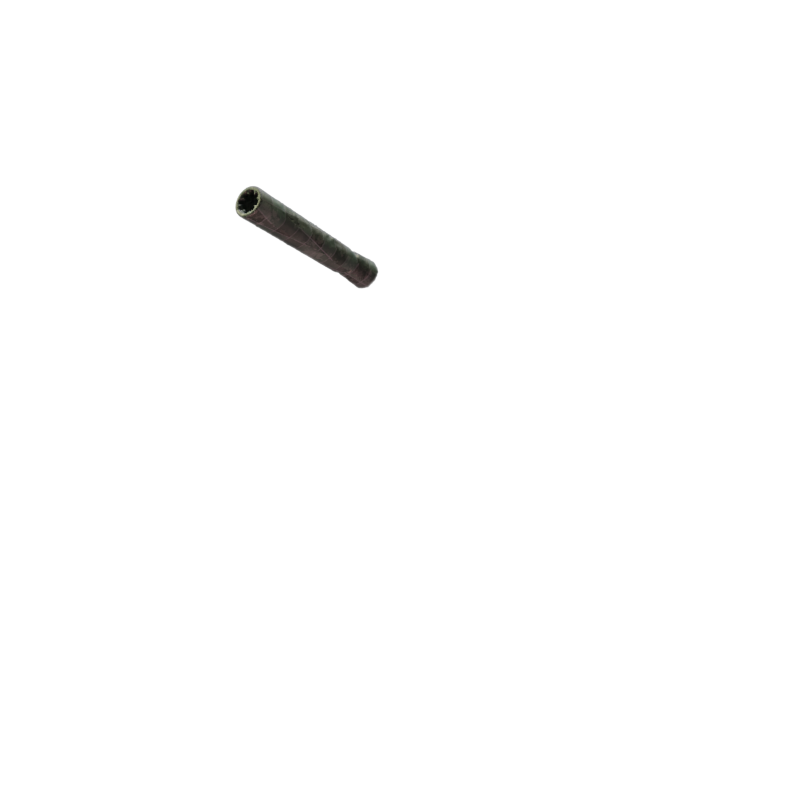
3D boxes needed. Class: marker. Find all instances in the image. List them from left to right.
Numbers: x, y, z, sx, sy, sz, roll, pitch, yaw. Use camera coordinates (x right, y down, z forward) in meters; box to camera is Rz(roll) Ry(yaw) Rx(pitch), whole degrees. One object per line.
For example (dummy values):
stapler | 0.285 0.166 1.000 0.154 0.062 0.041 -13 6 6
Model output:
marker | -0.050 -0.092 0.643 0.021 0.020 0.113 3 -15 37
